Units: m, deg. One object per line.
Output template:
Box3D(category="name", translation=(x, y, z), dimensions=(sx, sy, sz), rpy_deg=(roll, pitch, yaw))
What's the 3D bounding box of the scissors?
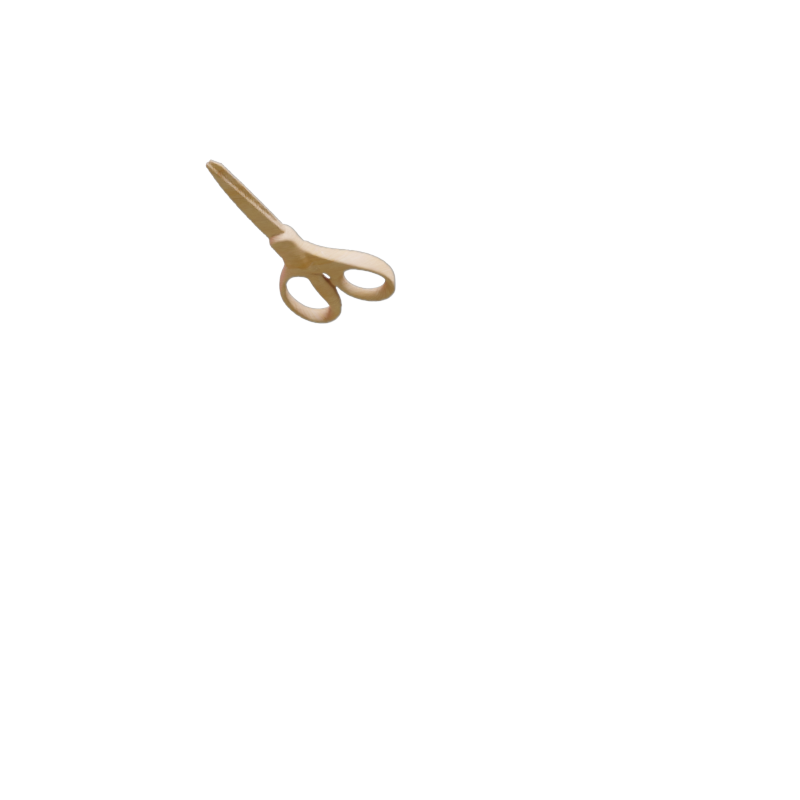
Box3D(category="scissors", translation=(-0.061, -0.111, 0.776), dimensions=(0.097, 0.017, 0.187), rpy_deg=(-5, -29, 9))
